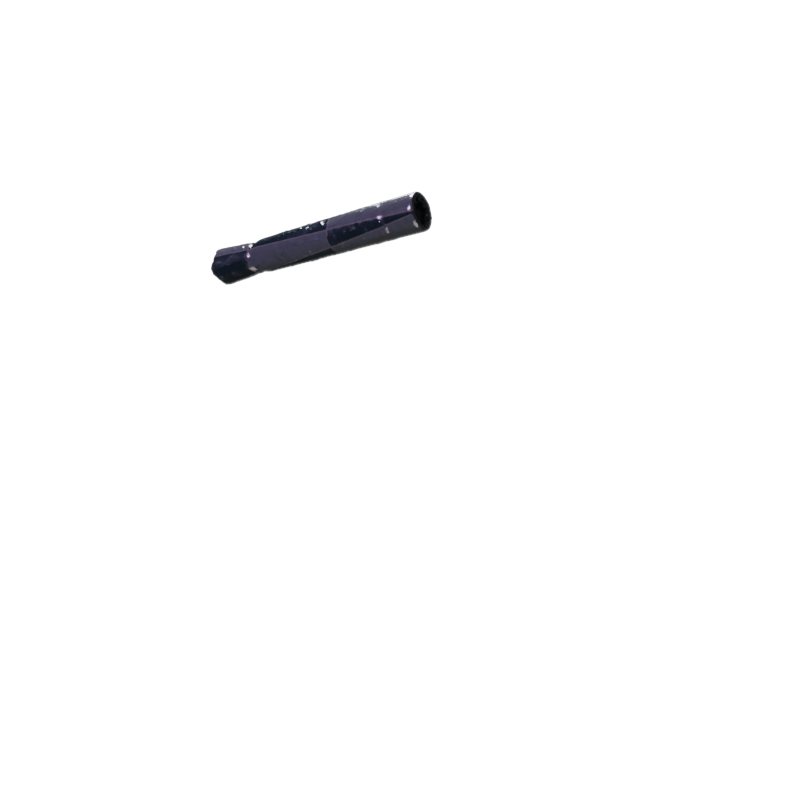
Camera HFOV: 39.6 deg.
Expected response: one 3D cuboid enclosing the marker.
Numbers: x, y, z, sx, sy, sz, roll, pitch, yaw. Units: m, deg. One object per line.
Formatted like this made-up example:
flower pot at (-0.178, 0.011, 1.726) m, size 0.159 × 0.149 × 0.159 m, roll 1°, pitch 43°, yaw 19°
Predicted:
marker at (-0.042, -0.076, 0.533) m, size 0.123 × 0.020 × 0.019 m, roll -11°, pitch -2°, yaw 31°
